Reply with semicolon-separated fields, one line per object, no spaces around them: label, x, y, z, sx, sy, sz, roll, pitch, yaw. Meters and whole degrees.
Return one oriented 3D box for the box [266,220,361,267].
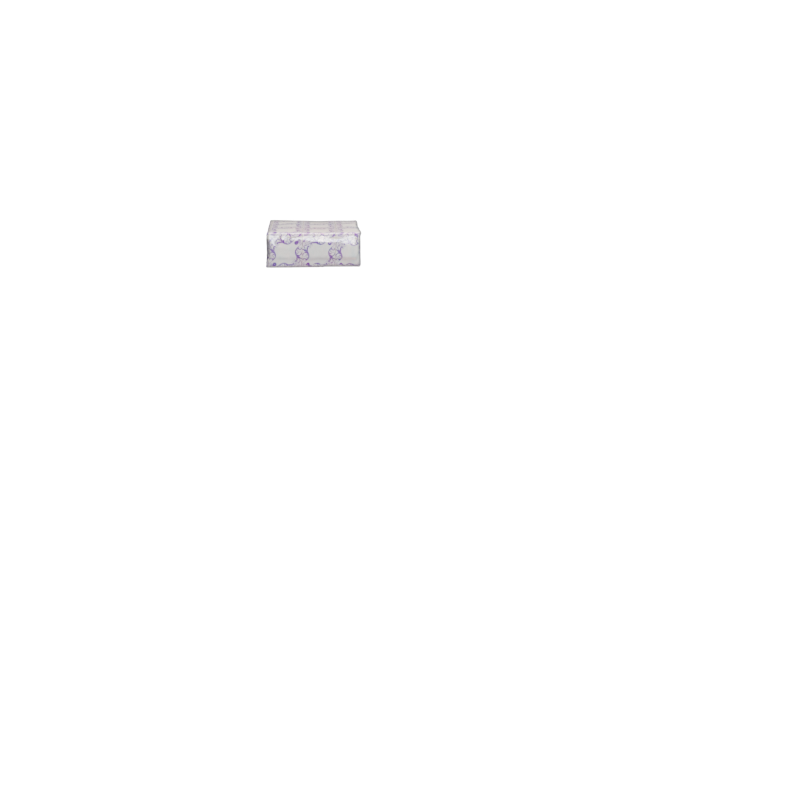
box;-0.069;-0.126;0.885;0.073;0.029;0.092;0;14;-2
